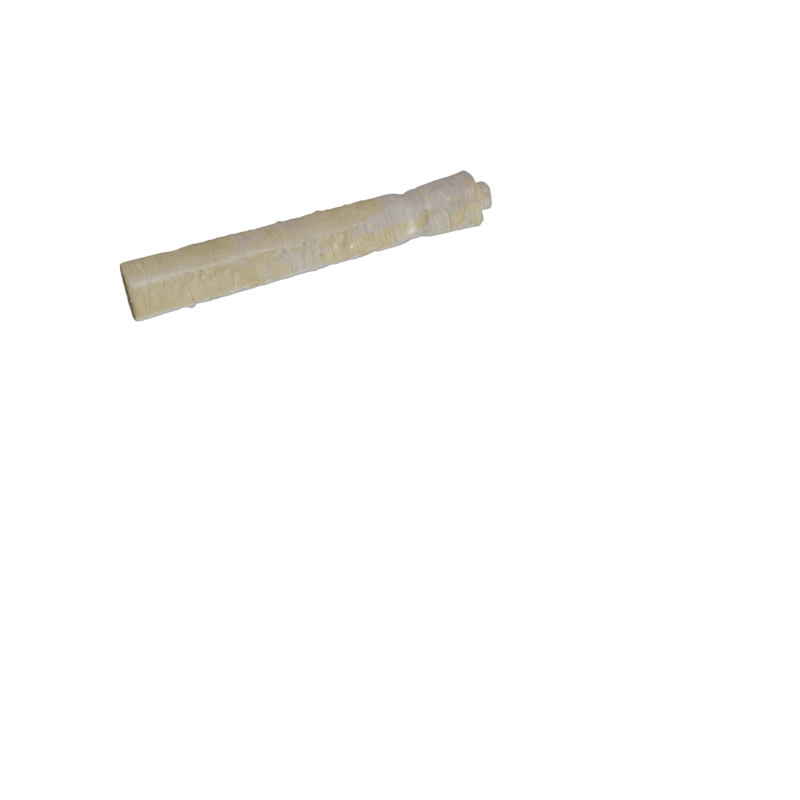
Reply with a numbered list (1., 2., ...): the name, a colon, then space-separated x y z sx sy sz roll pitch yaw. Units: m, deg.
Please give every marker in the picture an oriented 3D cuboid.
1. marker: -0.027 -0.050 0.351 0.120 0.019 0.020 -17 8 -12
